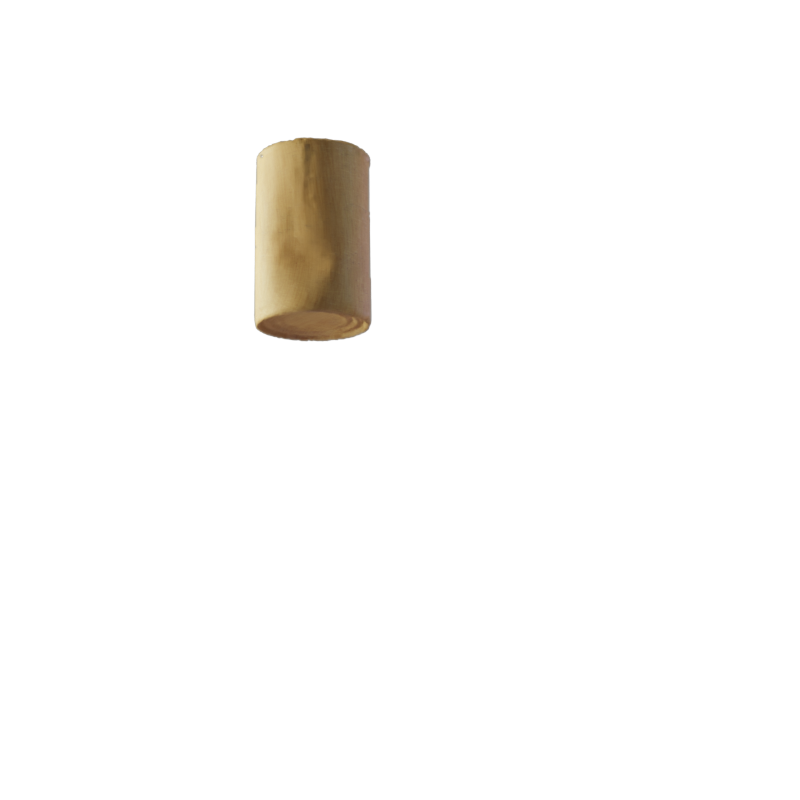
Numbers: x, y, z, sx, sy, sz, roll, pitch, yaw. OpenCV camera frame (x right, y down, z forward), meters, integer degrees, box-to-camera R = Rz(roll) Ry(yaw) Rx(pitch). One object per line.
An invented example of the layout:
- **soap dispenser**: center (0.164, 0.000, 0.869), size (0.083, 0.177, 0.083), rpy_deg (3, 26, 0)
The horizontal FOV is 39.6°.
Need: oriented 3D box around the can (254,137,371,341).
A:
- **can**: center (-0.050, -0.091, 0.638), size (0.068, 0.107, 0.066), rpy_deg (0, -17, -2)
